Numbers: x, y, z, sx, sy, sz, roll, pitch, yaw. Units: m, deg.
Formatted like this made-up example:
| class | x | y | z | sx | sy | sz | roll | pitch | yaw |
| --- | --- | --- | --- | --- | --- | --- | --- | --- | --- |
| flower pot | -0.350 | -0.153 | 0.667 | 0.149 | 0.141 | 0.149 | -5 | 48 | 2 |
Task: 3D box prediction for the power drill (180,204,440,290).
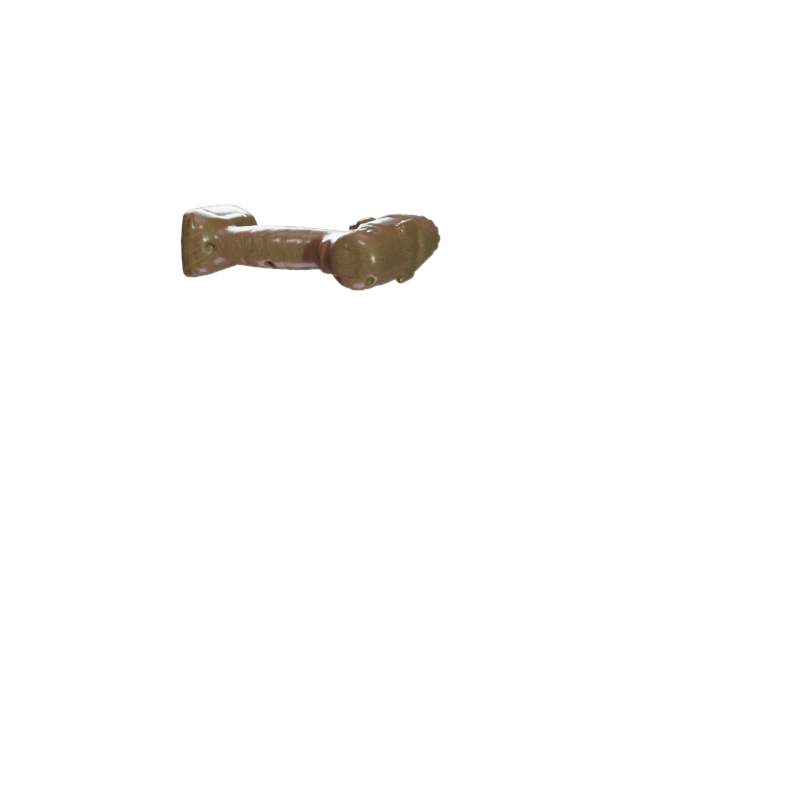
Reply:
| class | x | y | z | sx | sy | sz | roll | pitch | yaw |
| --- | --- | --- | --- | --- | --- | --- | --- | --- | --- |
| power drill | -0.072 | -0.131 | 0.915 | 0.193 | 0.056 | 0.183 | 4 | 13 | 19 |
